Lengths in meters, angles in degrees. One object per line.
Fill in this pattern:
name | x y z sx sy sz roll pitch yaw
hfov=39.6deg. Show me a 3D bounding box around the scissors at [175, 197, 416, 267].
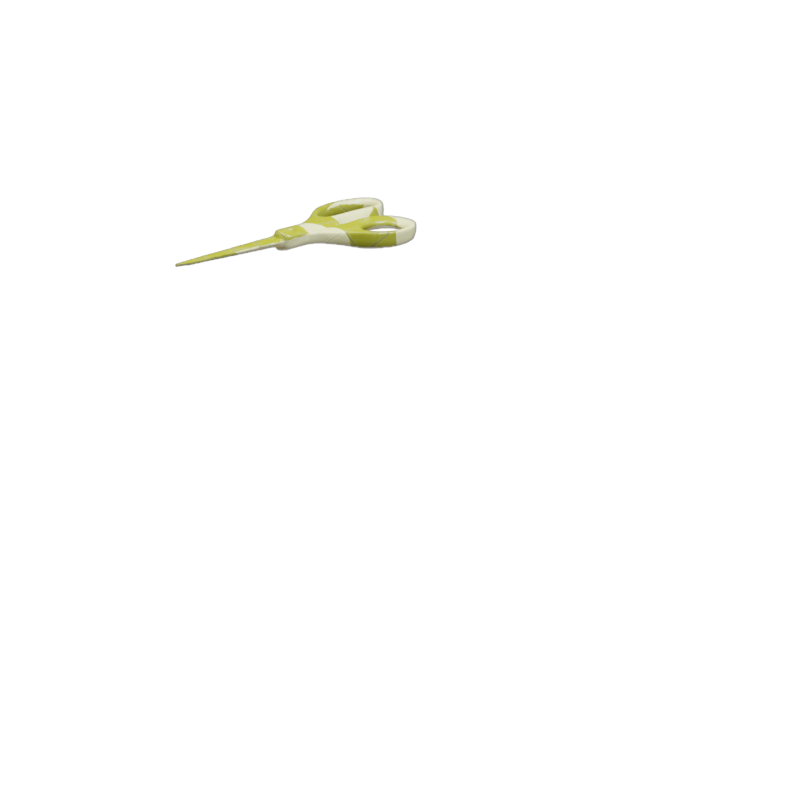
scissors | -0.066 -0.120 0.842 0.101 0.015 0.201 18 32 31
